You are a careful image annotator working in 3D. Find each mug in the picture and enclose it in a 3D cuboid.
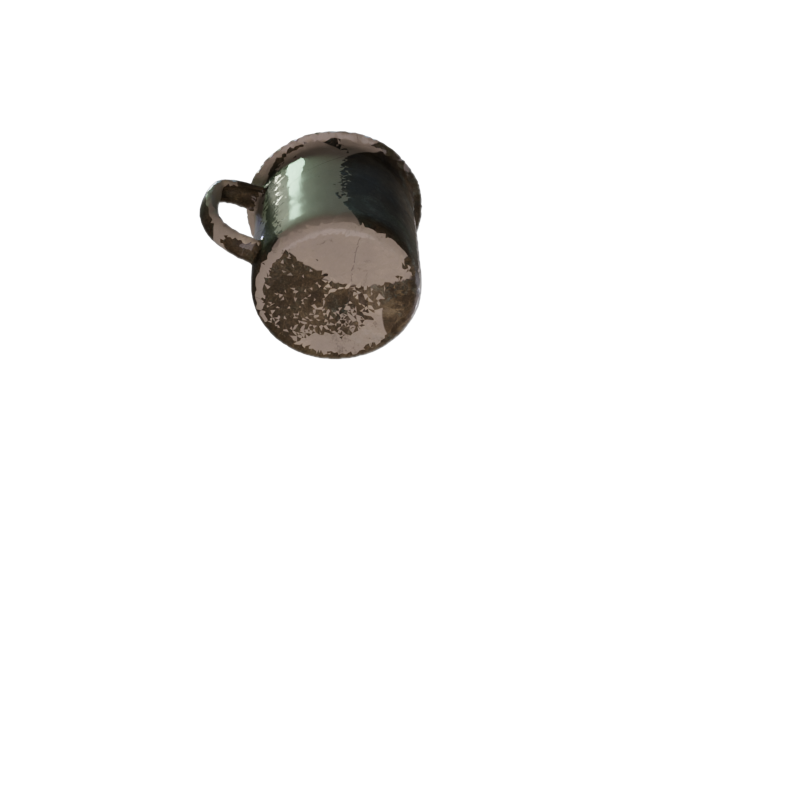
[{"bbox_3d":[-0.043,-0.079,0.551,0.114,0.090,0.087,20,33,-15],"label":"mug"}]
